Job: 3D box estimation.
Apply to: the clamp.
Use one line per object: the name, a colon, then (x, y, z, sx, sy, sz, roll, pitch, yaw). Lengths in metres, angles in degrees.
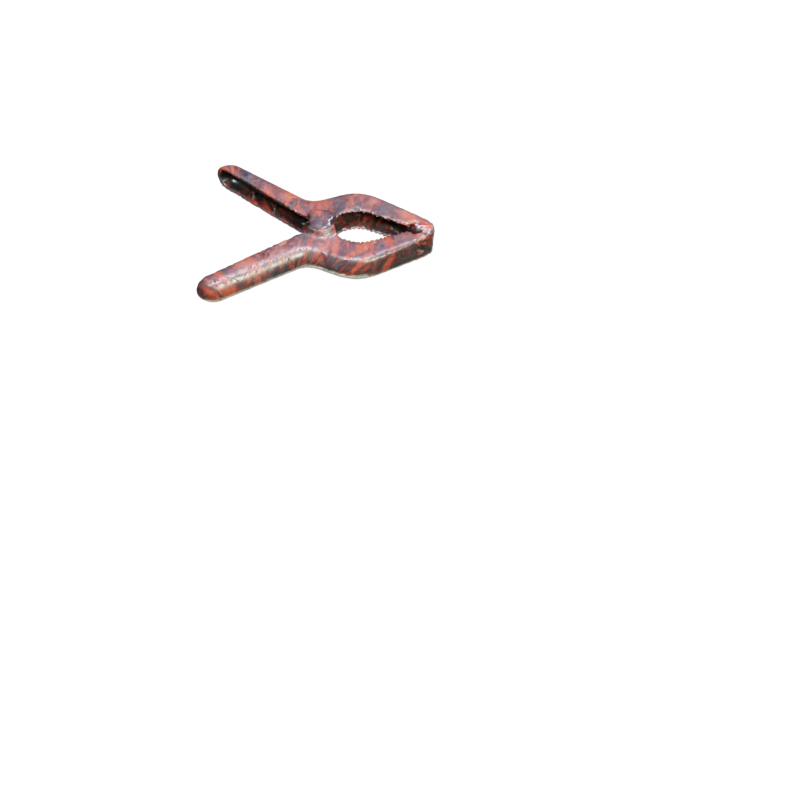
clamp: (-0.077, -0.141, 0.985, 0.212, 0.175, 0.034, 7, -41, 6)
